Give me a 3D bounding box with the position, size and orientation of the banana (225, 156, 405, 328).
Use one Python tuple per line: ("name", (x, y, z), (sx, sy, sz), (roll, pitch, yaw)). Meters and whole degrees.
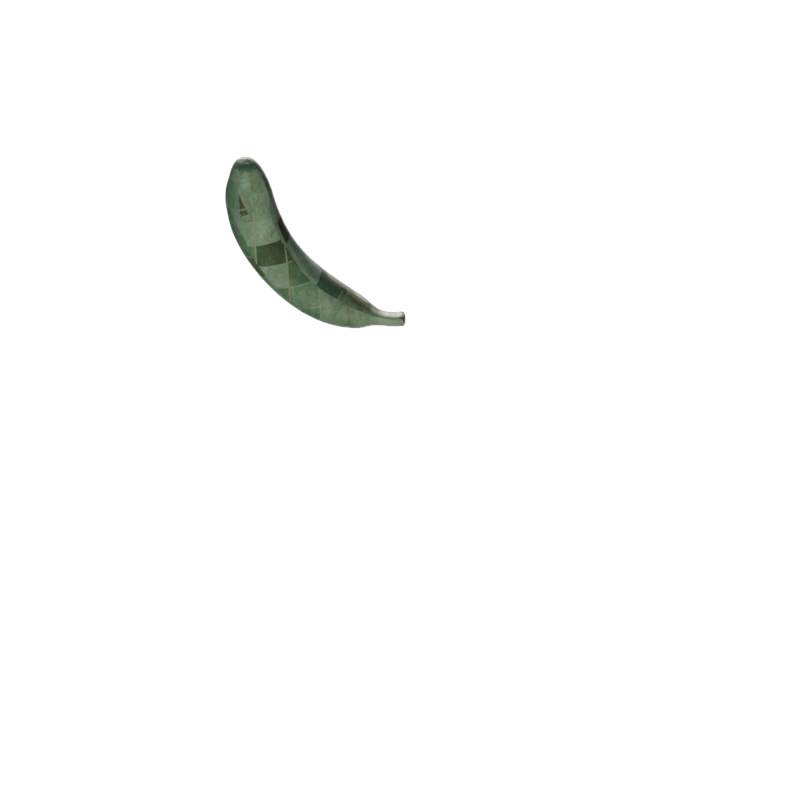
("banana", (-0.076, -0.106, 0.816), (0.070, 0.039, 0.184), (-26, -47, 26))
